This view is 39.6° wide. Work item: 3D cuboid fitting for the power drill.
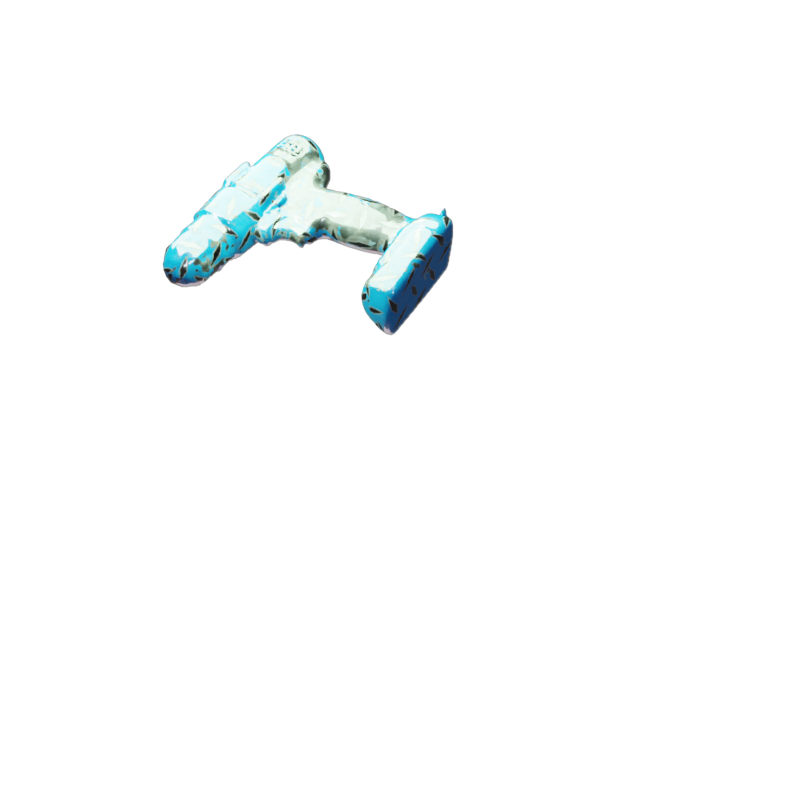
[{"bbox_3d":[-0.068,-0.124,0.870,0.196,0.053,0.189,26,55,20],"label":"power drill"}]
